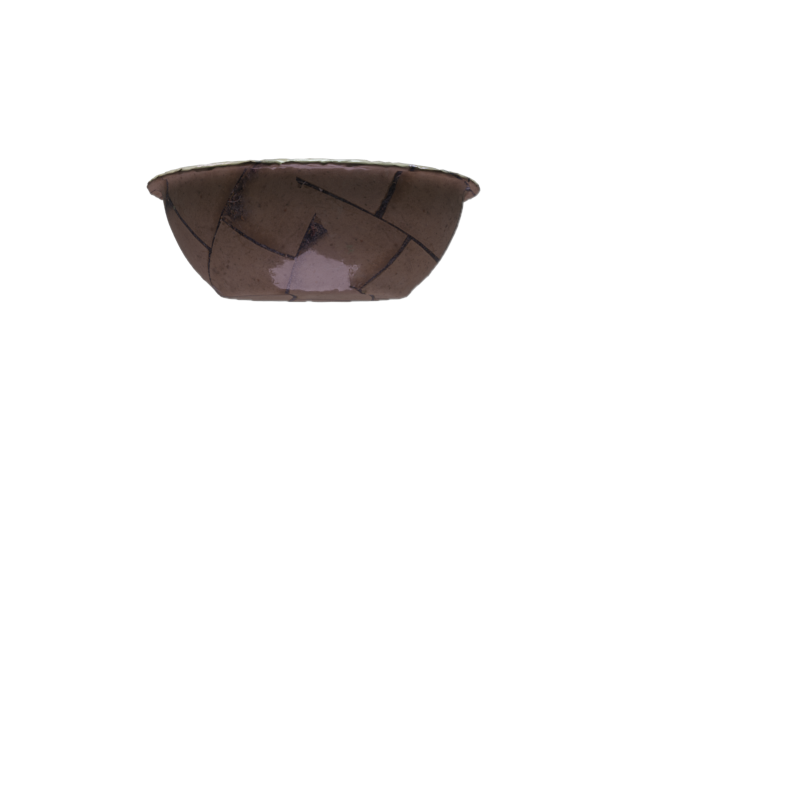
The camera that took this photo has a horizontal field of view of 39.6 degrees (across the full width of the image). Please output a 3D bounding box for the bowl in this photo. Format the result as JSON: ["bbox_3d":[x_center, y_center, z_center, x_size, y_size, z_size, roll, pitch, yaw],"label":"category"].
[{"bbox_3d":[-0.042,-0.077,0.540,0.162,0.055,0.162,0,1,-2],"label":"bowl"}]
